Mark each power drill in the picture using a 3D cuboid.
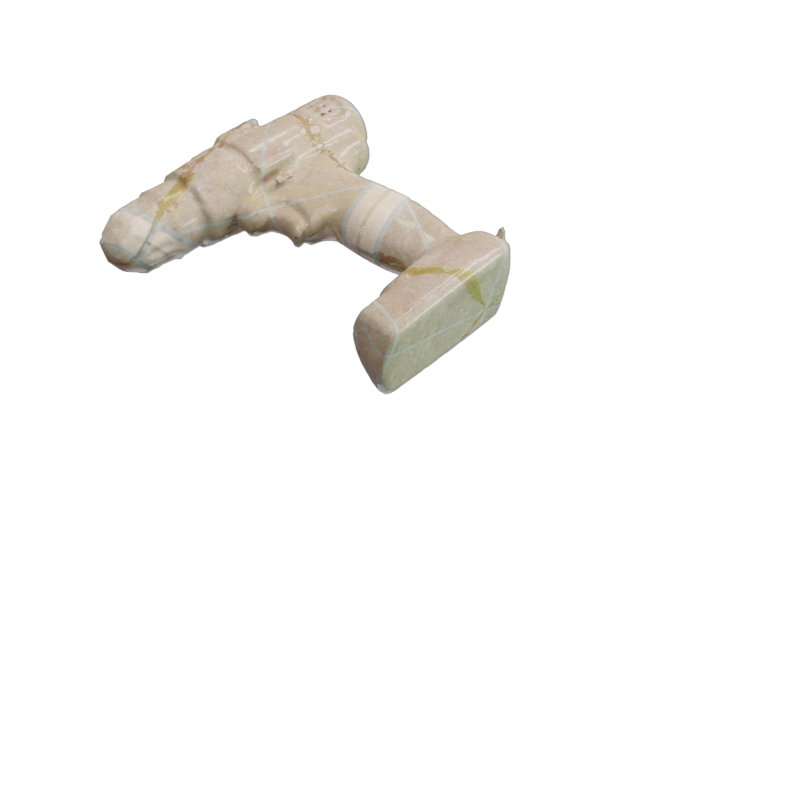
[{"bbox_3d":[-0.049,-0.089,0.620,0.185,0.053,0.200,-35,59,-26],"label":"power drill"}]
